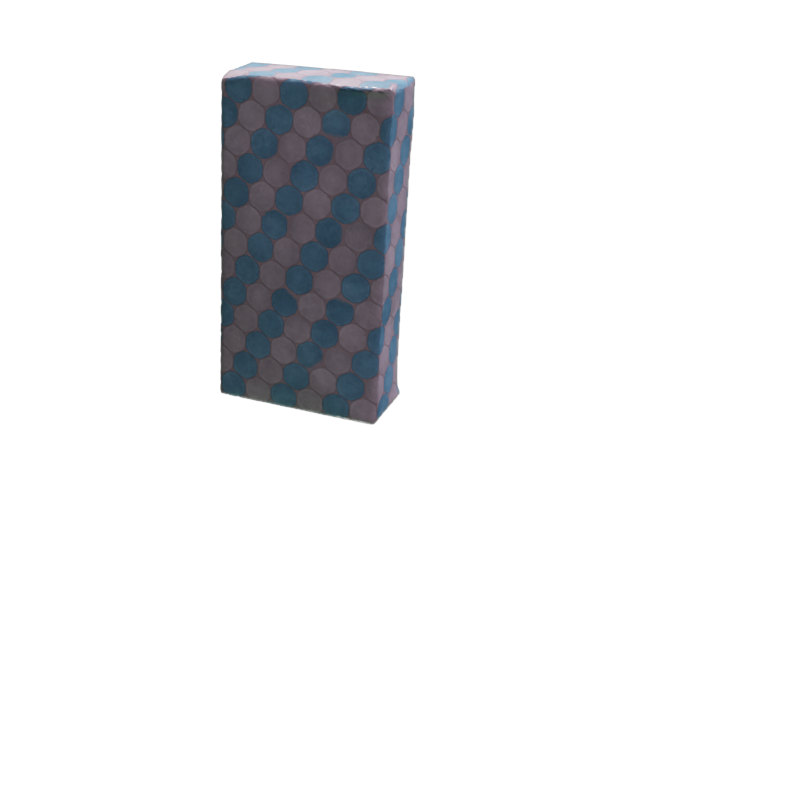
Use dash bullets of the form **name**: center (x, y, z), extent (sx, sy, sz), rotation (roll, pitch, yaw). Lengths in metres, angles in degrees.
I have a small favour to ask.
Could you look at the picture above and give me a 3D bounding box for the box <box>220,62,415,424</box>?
- **box**: center (-0.045, -0.082, 0.575), extent (0.096, 0.168, 0.049), rotation (9, 22, 19)
